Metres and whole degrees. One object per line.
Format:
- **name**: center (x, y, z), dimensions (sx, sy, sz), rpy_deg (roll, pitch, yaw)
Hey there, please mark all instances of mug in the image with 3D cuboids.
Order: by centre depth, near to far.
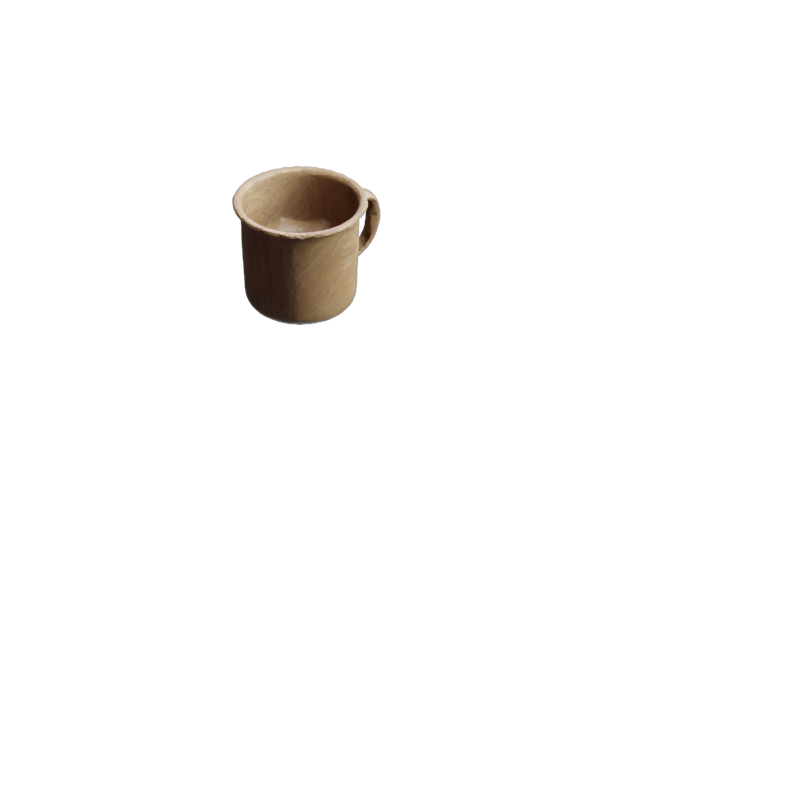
- **mug**: center (-0.062, -0.113, 0.790), dimensions (0.117, 0.076, 0.100), rpy_deg (-29, 47, -33)
